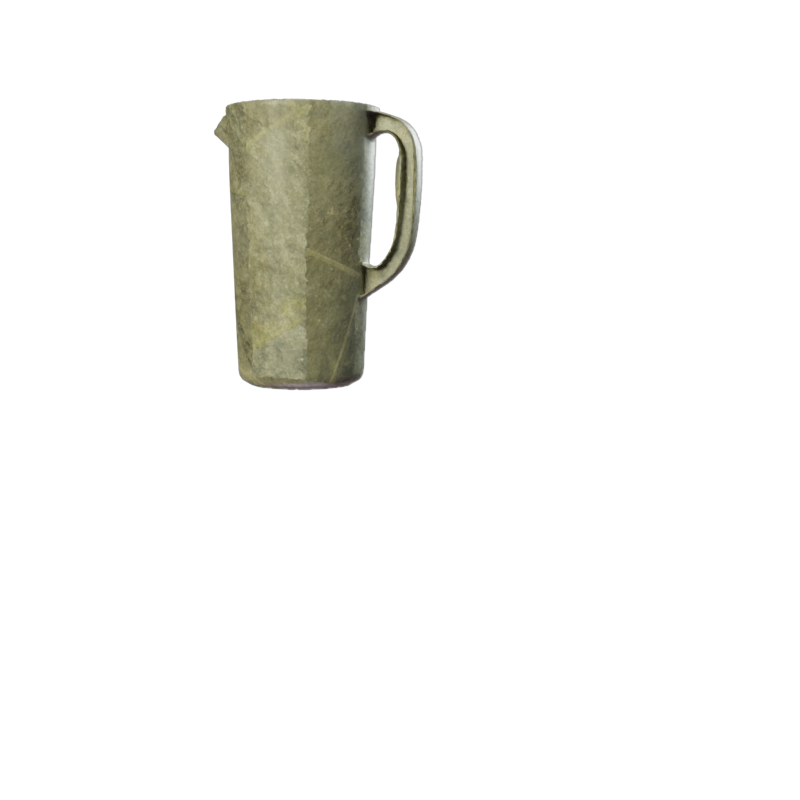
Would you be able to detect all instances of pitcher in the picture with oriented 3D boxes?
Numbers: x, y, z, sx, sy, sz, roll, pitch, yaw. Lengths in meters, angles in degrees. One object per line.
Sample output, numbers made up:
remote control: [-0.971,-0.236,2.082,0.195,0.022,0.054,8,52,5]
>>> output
pitcher: [-0.074,-0.135,0.945,0.141,0.242,0.154,-1,3,-26]
